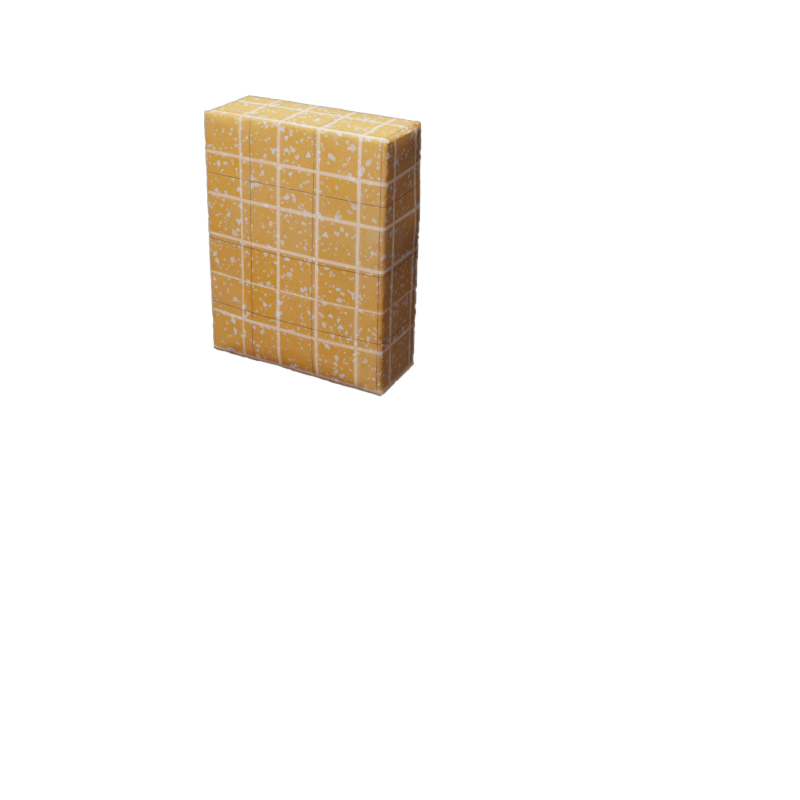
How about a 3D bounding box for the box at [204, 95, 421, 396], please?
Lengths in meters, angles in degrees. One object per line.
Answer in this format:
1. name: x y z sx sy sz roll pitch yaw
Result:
1. box: -0.070 -0.128 0.896 0.171 0.203 0.072 15 27 26
